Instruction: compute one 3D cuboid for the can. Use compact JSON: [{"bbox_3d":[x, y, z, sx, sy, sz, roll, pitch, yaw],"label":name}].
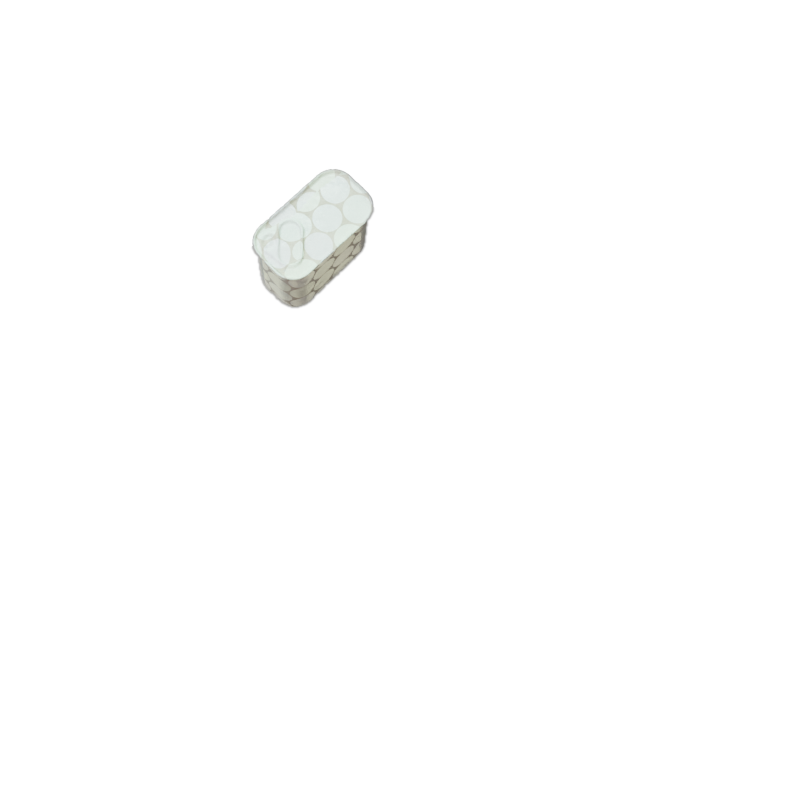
[{"bbox_3d":[-0.073,-0.132,0.929,0.103,0.059,0.080,-44,-10,-14],"label":"can"}]
